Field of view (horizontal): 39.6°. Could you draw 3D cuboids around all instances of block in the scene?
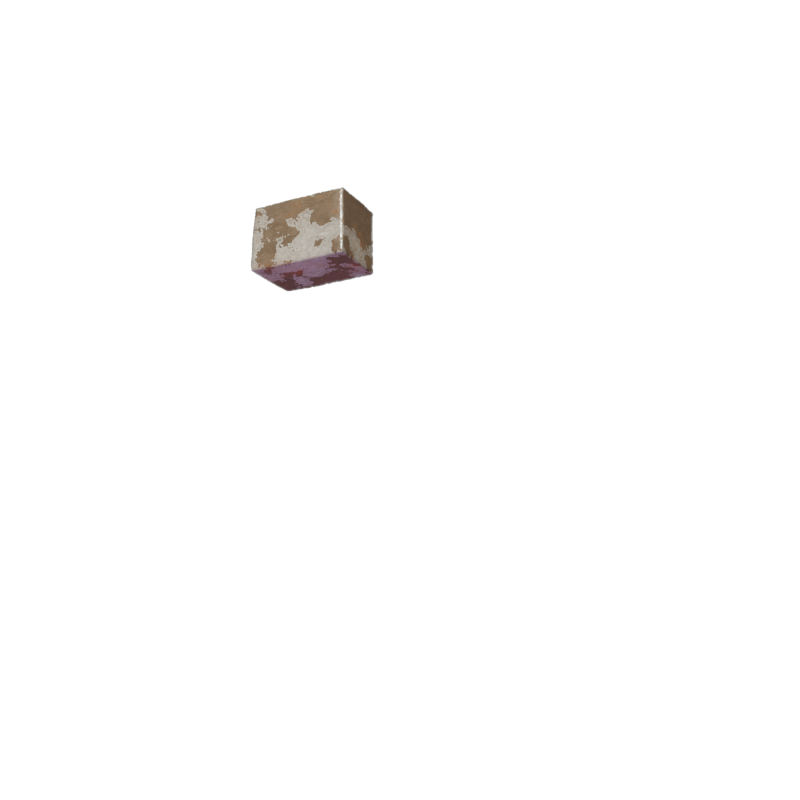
[{"bbox_3d":[-0.065,-0.119,0.830,0.079,0.054,0.049,-10,-21,25],"label":"block"}]
